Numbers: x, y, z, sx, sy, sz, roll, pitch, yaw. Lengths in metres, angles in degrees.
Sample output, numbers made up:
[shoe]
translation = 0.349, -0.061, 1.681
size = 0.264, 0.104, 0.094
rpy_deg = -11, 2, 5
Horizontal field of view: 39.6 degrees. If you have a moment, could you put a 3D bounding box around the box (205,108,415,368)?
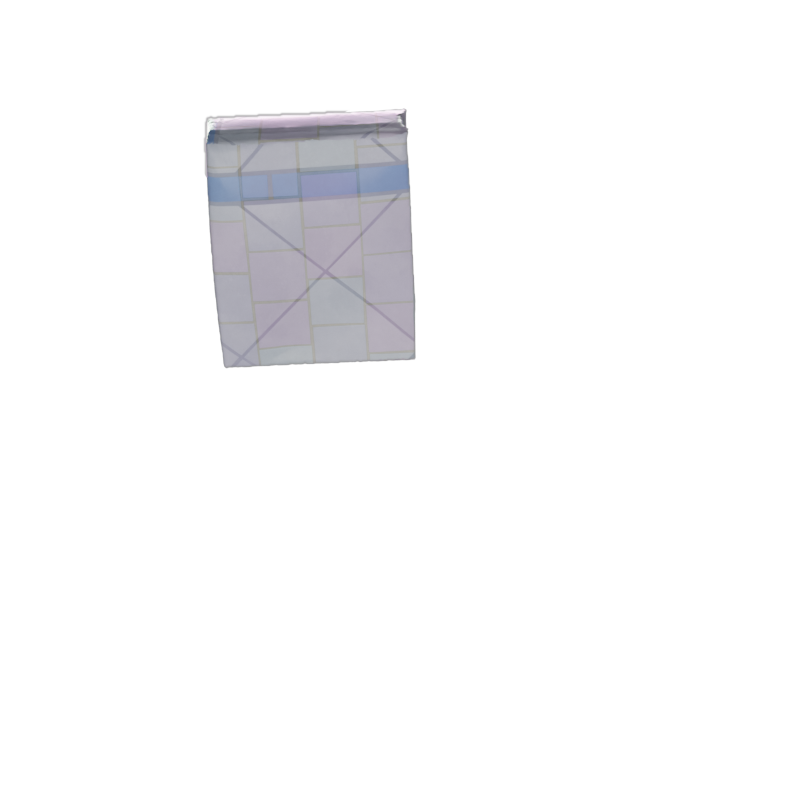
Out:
[box]
translation = -0.039, -0.071, 0.497
size = 0.090, 0.107, 0.041
rpy_deg = -2, 28, 0
